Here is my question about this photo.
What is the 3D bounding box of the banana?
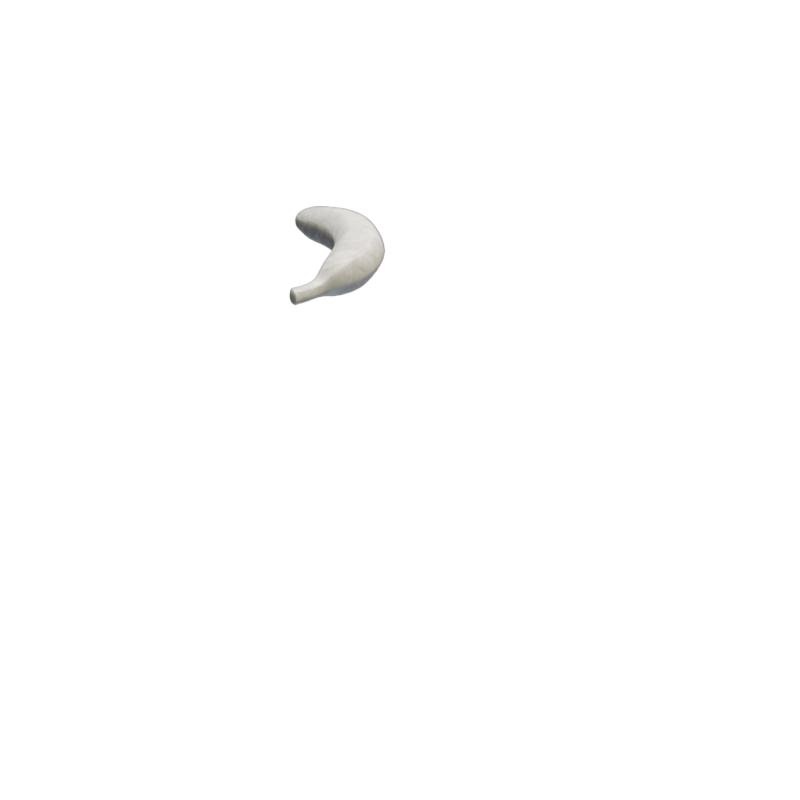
[{"bbox_3d":[-0.047,-0.119,0.842,0.069,0.035,0.207,-1,22,-3],"label":"banana"}]
